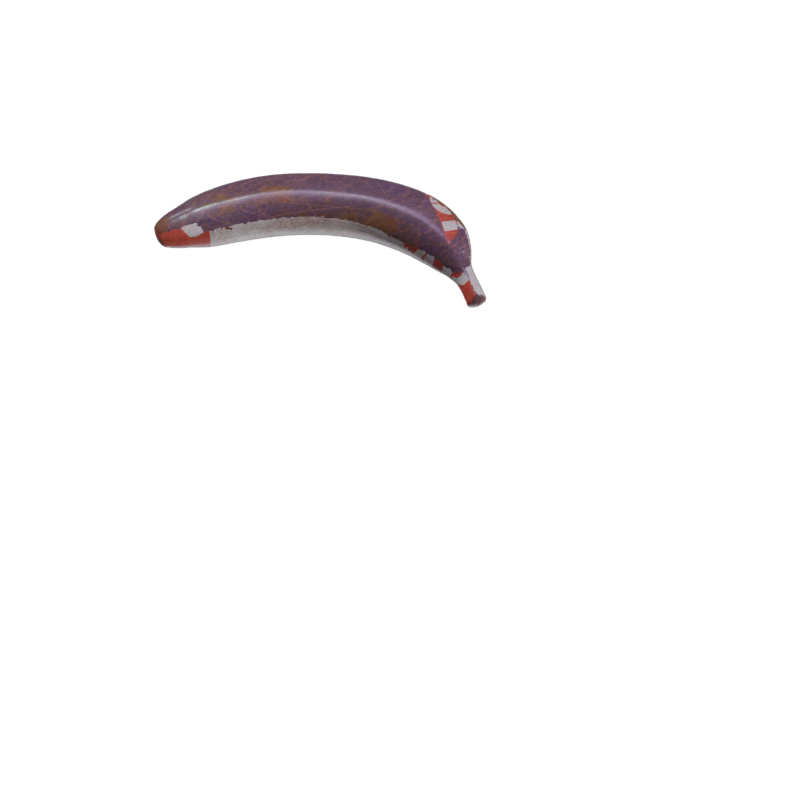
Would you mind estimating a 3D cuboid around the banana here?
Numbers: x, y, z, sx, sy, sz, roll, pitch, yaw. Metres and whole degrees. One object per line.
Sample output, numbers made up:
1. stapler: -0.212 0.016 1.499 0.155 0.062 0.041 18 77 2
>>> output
1. banana: -0.043 -0.105 0.654 0.201 0.073 0.034 10 -42 9
